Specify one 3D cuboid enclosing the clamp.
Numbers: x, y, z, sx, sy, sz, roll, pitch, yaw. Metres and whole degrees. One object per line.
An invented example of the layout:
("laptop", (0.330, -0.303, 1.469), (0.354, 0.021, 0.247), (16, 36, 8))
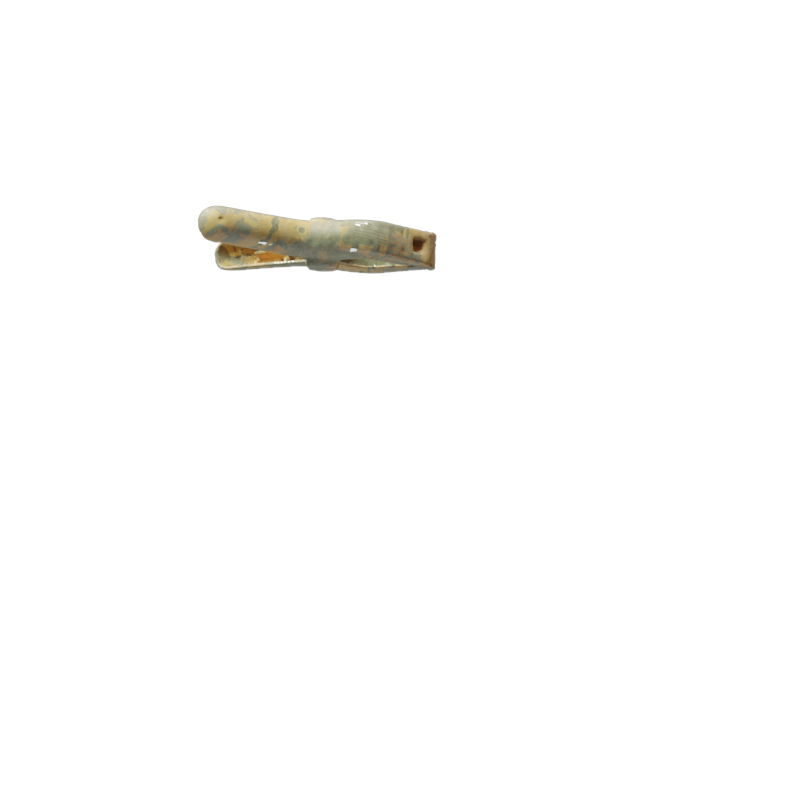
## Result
("clamp", (-0.062, -0.113, 0.789), (0.173, 0.040, 0.118), (0, 0, 8))
